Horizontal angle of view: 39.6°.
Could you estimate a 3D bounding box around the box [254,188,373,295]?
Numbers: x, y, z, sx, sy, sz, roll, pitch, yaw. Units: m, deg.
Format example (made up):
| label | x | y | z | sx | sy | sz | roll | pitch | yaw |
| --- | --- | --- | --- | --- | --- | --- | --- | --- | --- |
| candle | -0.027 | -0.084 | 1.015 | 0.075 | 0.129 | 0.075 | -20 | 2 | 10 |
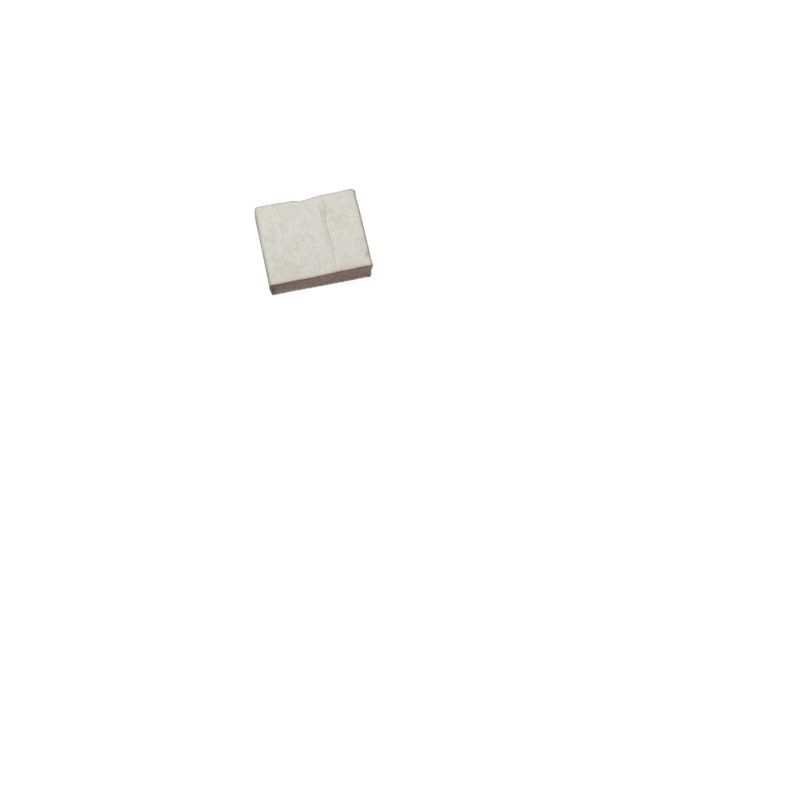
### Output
| label | x | y | z | sx | sy | sz | roll | pitch | yaw |
| --- | --- | --- | --- | --- | --- | --- | --- | --- | --- |
| box | -0.073 | -0.134 | 0.940 | 0.089 | 0.077 | 0.029 | -12 | -20 | -5 |
